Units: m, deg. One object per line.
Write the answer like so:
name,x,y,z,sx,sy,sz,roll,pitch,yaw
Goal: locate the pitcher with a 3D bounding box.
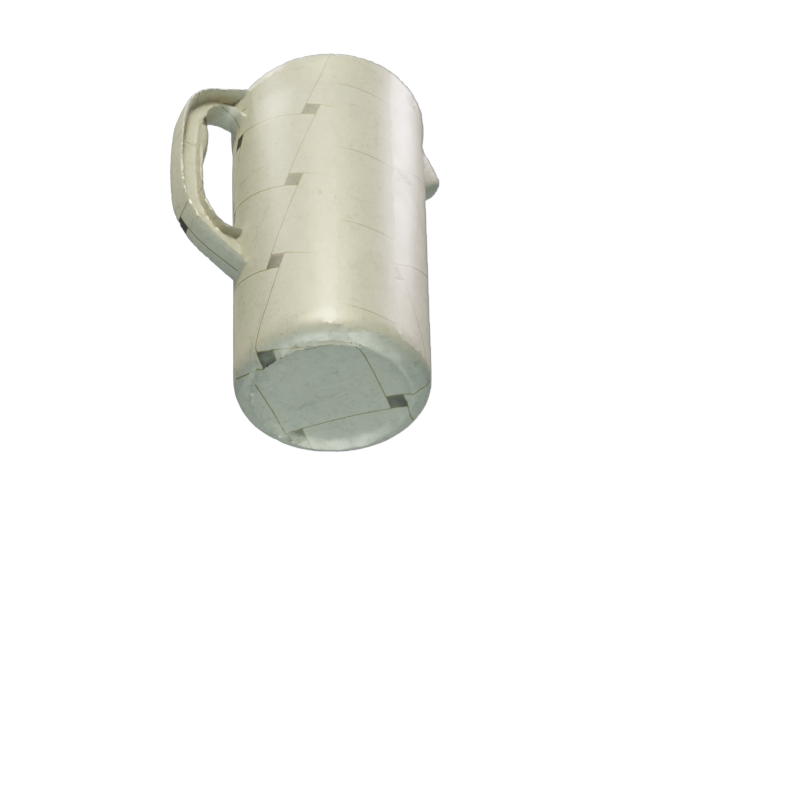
pitcher,-0.053,-0.097,0.679,0.150,0.261,0.134,-14,-45,10
